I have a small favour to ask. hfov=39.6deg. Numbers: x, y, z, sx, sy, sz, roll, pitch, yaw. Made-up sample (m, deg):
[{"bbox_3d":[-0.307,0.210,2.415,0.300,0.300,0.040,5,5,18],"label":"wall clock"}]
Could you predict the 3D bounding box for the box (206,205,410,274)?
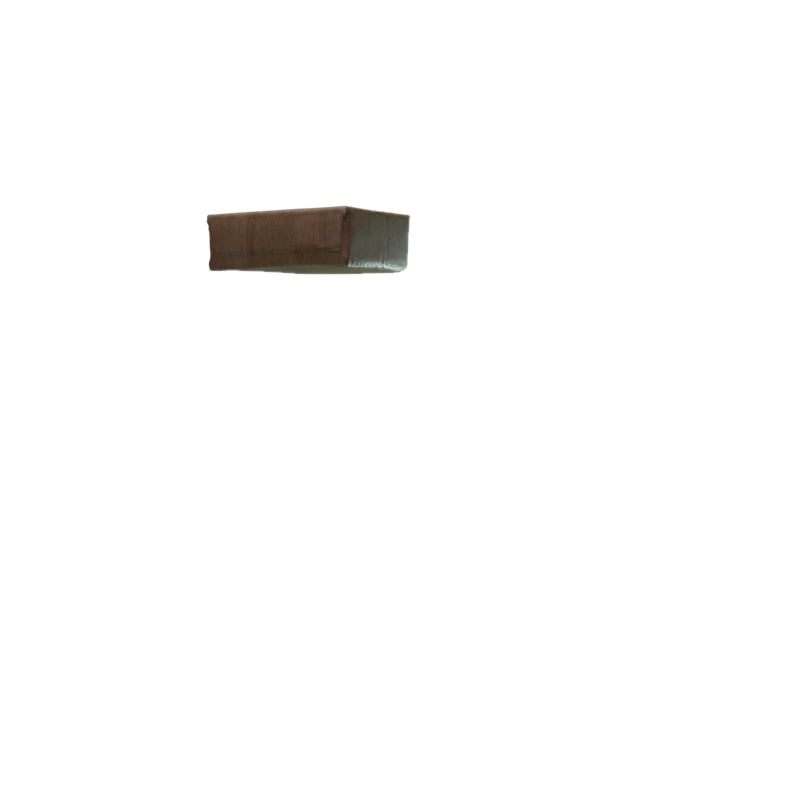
[{"bbox_3d":[-0.053,-0.097,0.681,0.092,0.039,0.110,1,4,21],"label":"box"}]
